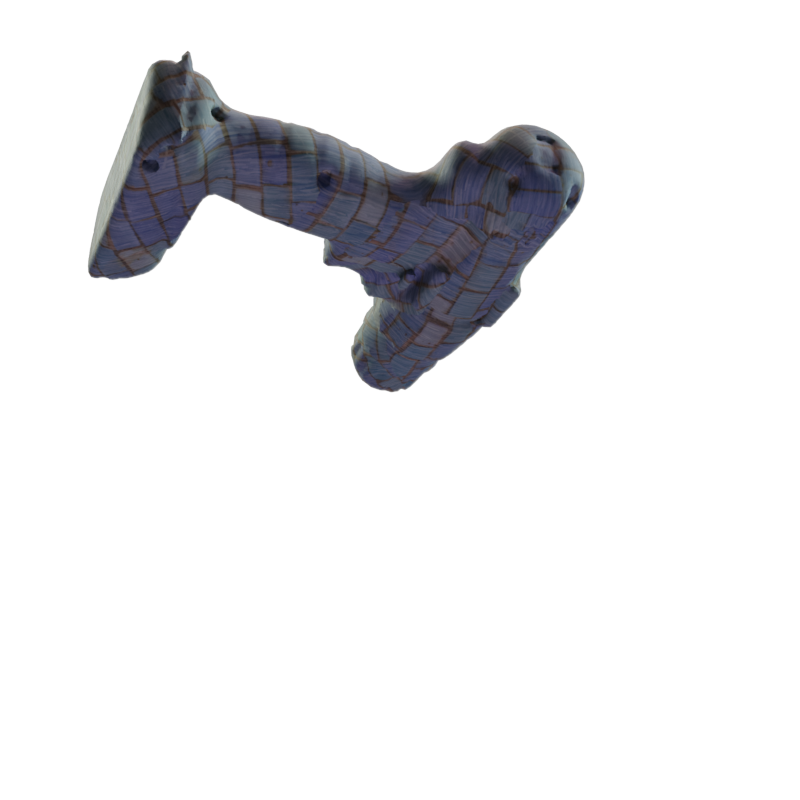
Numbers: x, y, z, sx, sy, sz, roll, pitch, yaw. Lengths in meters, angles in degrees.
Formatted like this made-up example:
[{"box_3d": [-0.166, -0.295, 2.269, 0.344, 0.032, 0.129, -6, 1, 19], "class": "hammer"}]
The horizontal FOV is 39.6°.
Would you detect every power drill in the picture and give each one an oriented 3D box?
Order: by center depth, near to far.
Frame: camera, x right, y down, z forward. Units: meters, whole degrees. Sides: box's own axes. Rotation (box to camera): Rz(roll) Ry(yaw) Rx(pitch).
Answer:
[{"box_3d": [-0.039, -0.071, 0.496, 0.182, 0.061, 0.178, 12, -36, -18], "class": "power drill"}]
